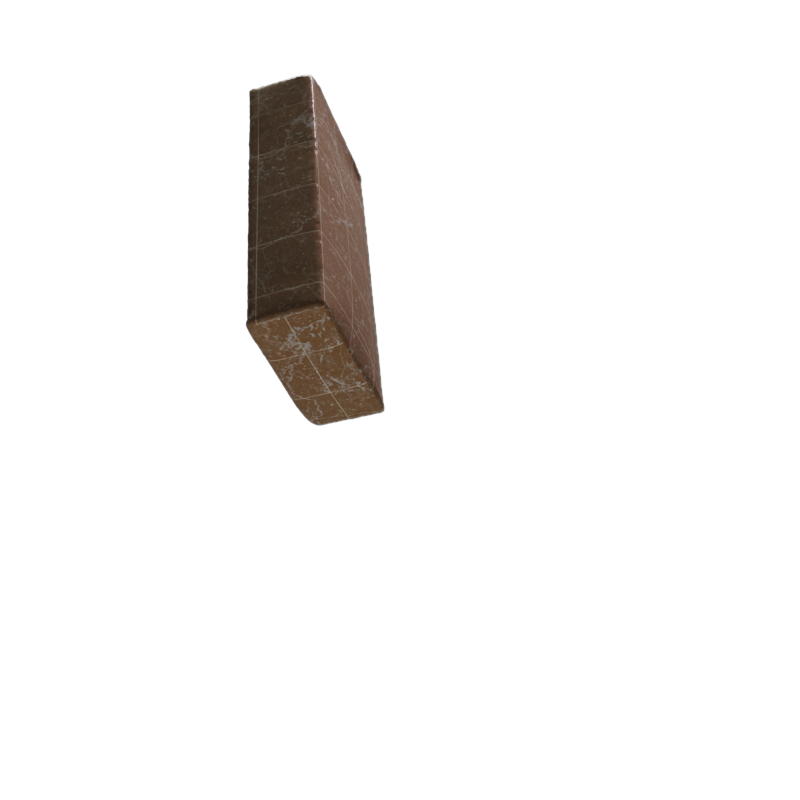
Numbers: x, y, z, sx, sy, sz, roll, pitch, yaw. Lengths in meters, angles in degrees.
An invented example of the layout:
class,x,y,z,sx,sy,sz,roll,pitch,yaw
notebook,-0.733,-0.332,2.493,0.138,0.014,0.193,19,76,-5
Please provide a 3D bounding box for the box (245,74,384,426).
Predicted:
class,x,y,z,sx,sy,sz,roll,pitch,yaw
box,-0.046,-0.085,0.592,0.048,0.189,0.086,-14,-41,12
